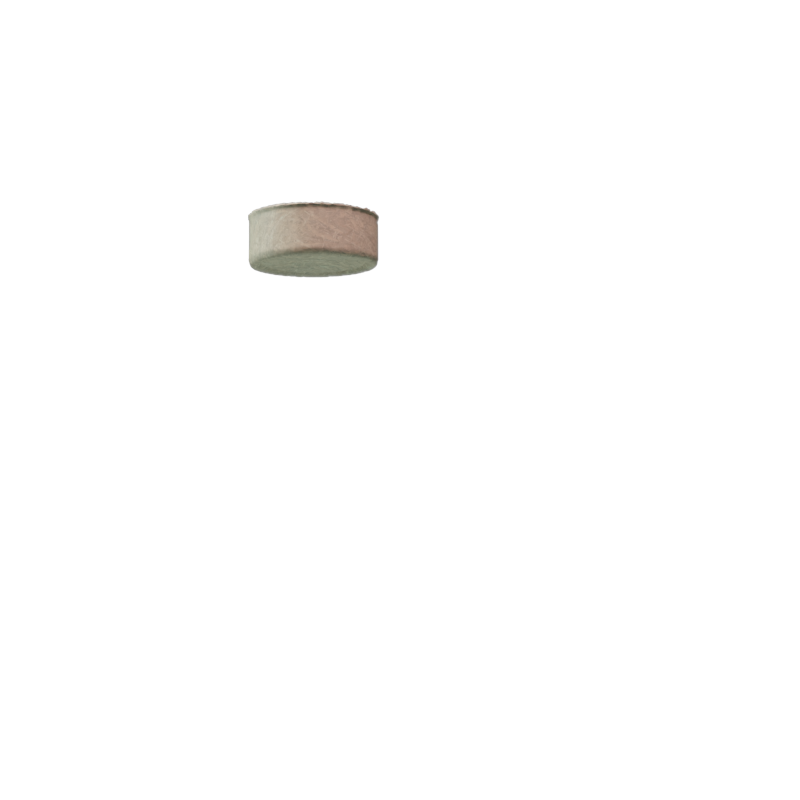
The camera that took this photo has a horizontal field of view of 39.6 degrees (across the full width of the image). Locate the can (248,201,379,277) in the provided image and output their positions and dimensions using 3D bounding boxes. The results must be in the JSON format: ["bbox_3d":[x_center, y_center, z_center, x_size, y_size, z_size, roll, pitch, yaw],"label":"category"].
[{"bbox_3d":[-0.057,-0.103,0.723,0.086,0.034,0.084,0,-5,-2],"label":"can"}]
